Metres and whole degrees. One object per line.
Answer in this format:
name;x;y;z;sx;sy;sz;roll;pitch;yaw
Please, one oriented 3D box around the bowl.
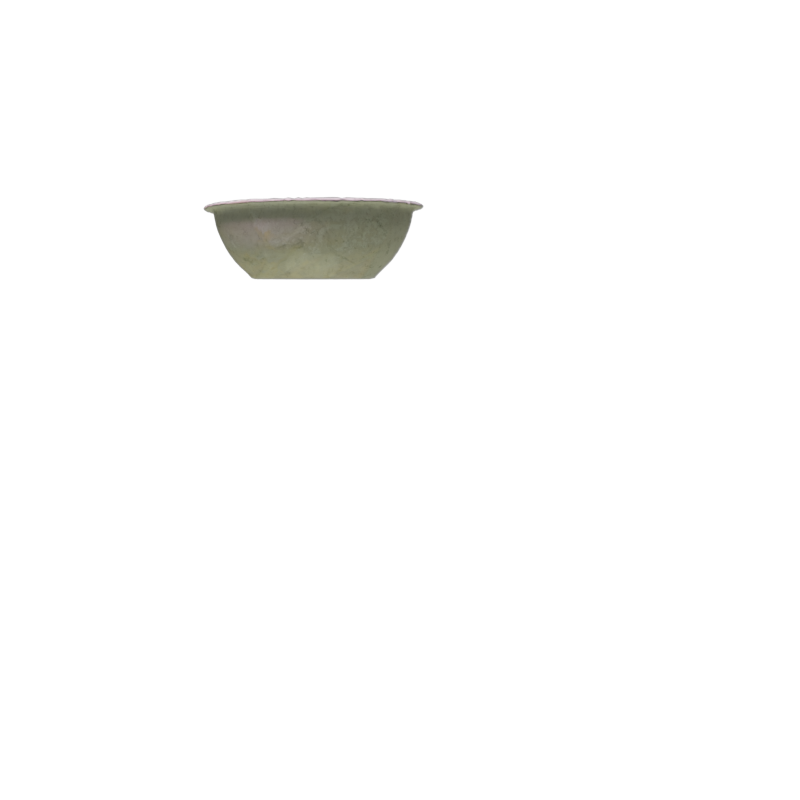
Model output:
bowl;-0.064;-0.117;0.817;0.162;0.055;0.163;0;5;-2
